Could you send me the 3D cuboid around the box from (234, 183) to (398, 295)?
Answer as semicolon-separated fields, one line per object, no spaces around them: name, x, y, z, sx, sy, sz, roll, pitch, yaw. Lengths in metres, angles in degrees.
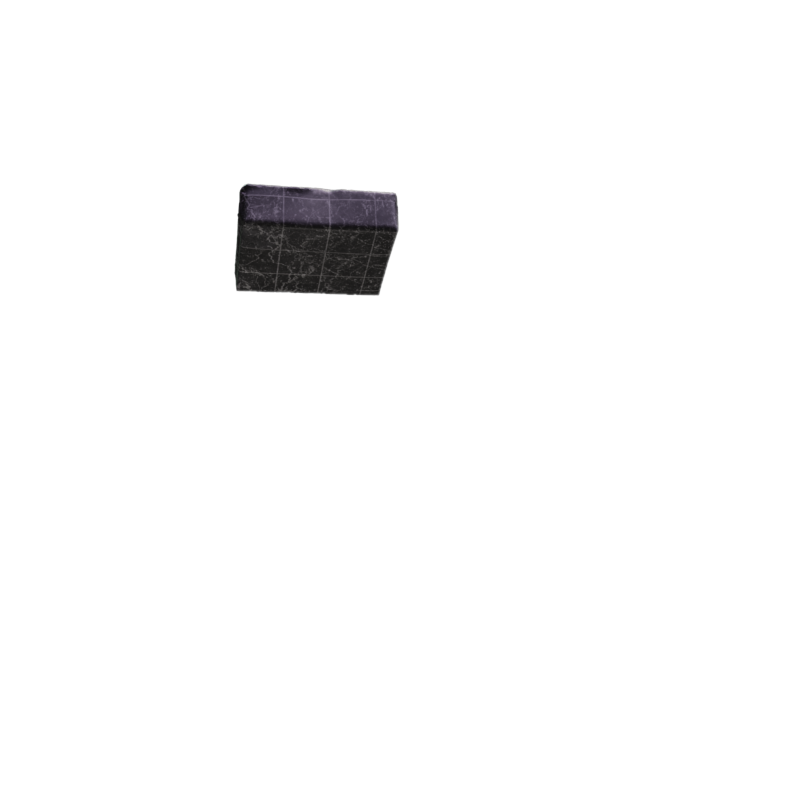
box;-0.050;-0.091;0.640;0.088;0.032;0.069;3;-28;-6
